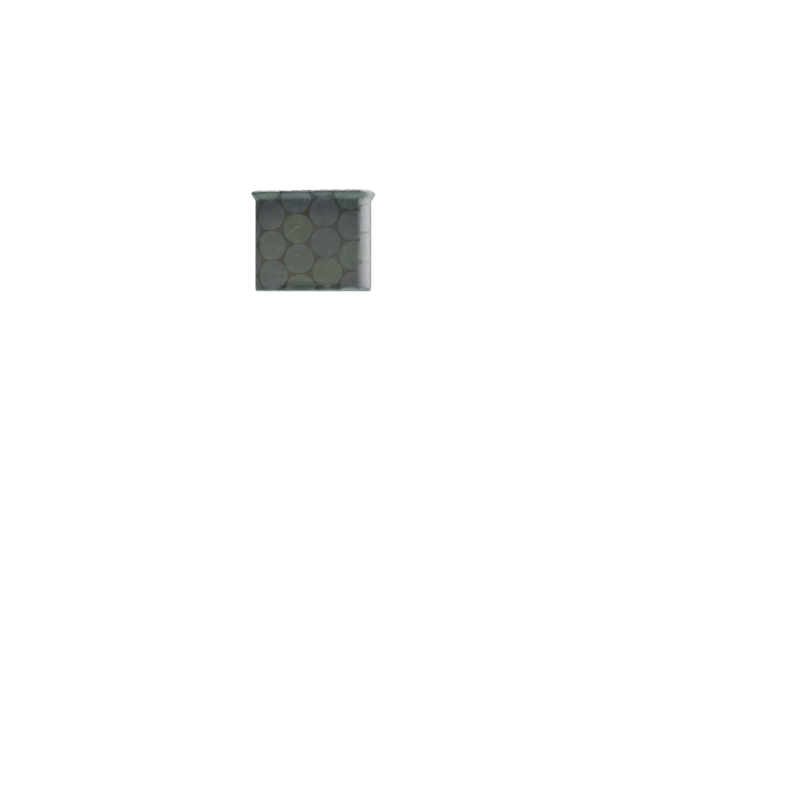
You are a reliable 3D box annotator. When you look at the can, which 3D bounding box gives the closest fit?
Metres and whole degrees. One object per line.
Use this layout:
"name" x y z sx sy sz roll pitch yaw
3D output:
"can" -0.073 -0.133 0.933 0.103 0.084 0.057 0 0 10
